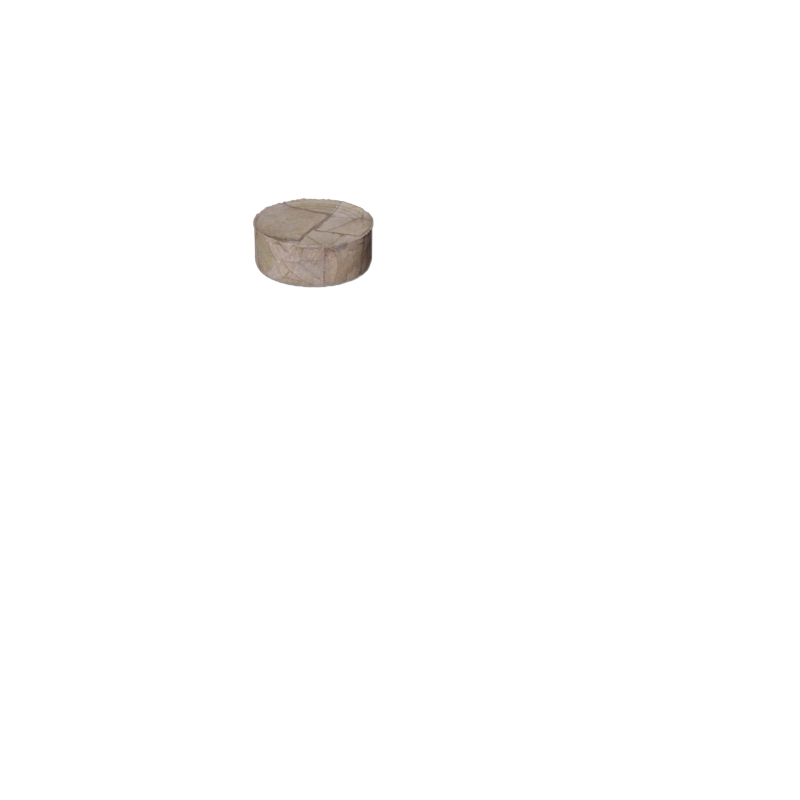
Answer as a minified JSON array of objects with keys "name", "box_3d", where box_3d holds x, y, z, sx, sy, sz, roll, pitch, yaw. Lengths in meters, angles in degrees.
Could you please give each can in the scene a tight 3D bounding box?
[{"name":"can","box_3d":[-0.062,-0.113,0.793,0.086,0.032,0.091,-1,30,-2]}]
